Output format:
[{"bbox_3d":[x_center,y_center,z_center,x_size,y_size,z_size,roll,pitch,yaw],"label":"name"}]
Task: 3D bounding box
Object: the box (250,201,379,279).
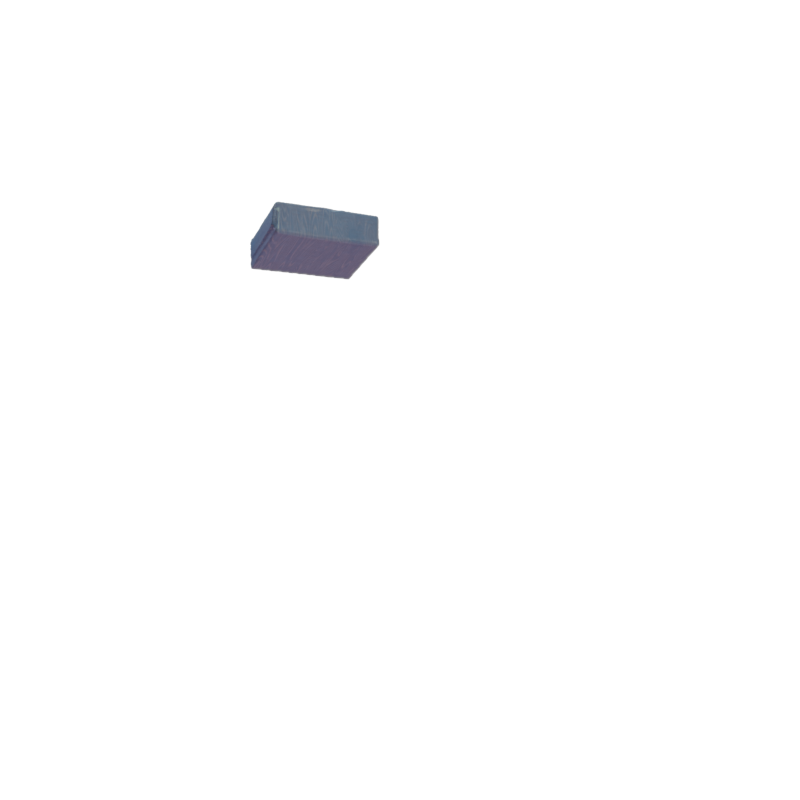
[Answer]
[{"bbox_3d":[-0.071,-0.129,0.901,0.087,0.032,0.071,6,-20,-18],"label":"box"}]
